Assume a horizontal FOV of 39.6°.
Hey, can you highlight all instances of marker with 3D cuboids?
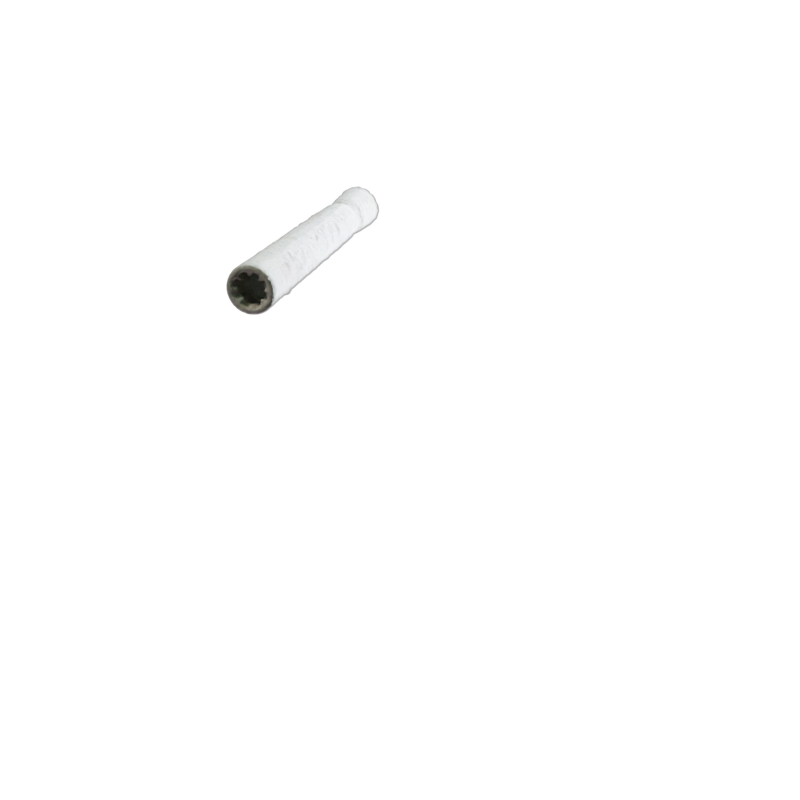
[{"bbox_3d":[-0.034,-0.063,0.440,0.020,0.019,0.123,1,24,19],"label":"marker"}]
